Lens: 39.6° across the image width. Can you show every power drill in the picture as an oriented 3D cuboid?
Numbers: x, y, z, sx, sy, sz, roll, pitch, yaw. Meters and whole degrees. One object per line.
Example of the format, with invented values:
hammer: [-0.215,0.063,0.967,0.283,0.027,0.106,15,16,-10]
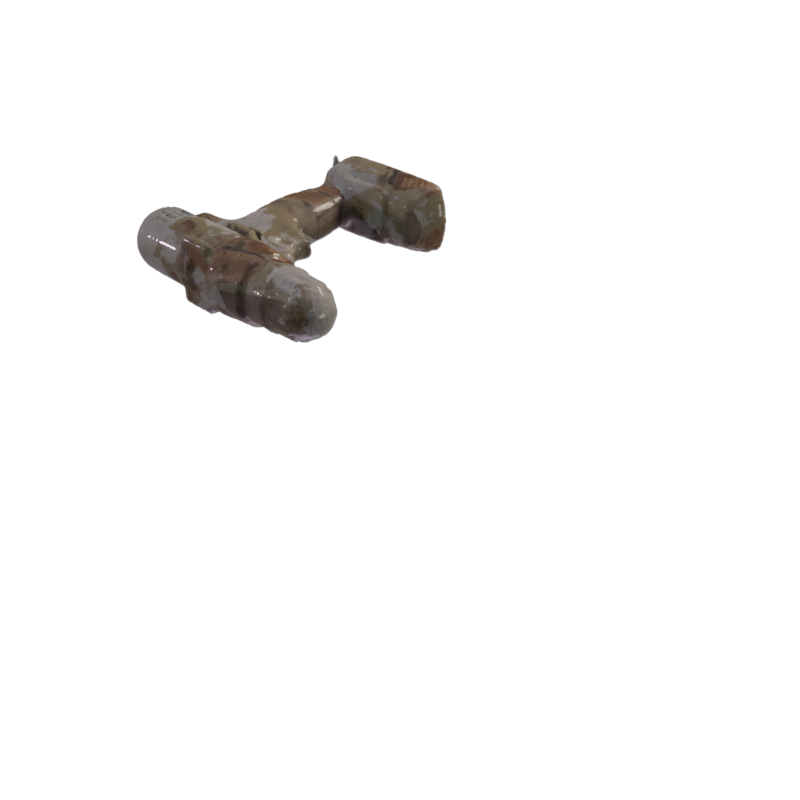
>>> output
power drill: [-0.059,-0.107,0.752,0.186,0.054,0.197,-24,38,-36]
